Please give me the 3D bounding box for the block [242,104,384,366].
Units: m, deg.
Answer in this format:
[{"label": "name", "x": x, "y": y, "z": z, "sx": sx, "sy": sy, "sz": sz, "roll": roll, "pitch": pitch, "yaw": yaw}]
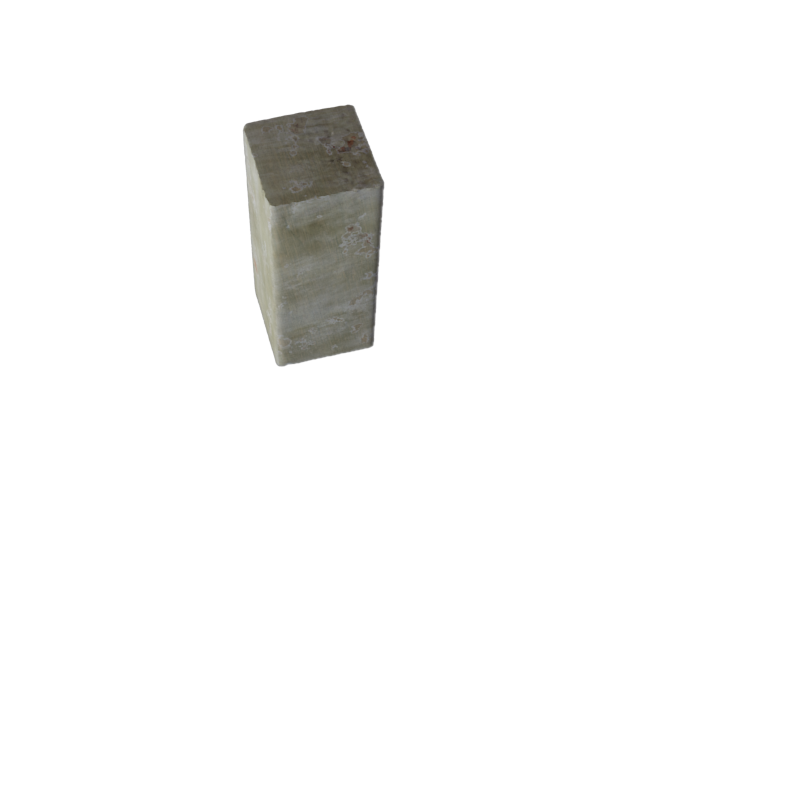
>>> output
[{"label": "block", "x": -0.071, "y": -0.128, "z": 0.899, "sx": 0.089, "sy": 0.098, "sz": 0.193, "roll": -12, "pitch": -33, "yaw": -12}]
